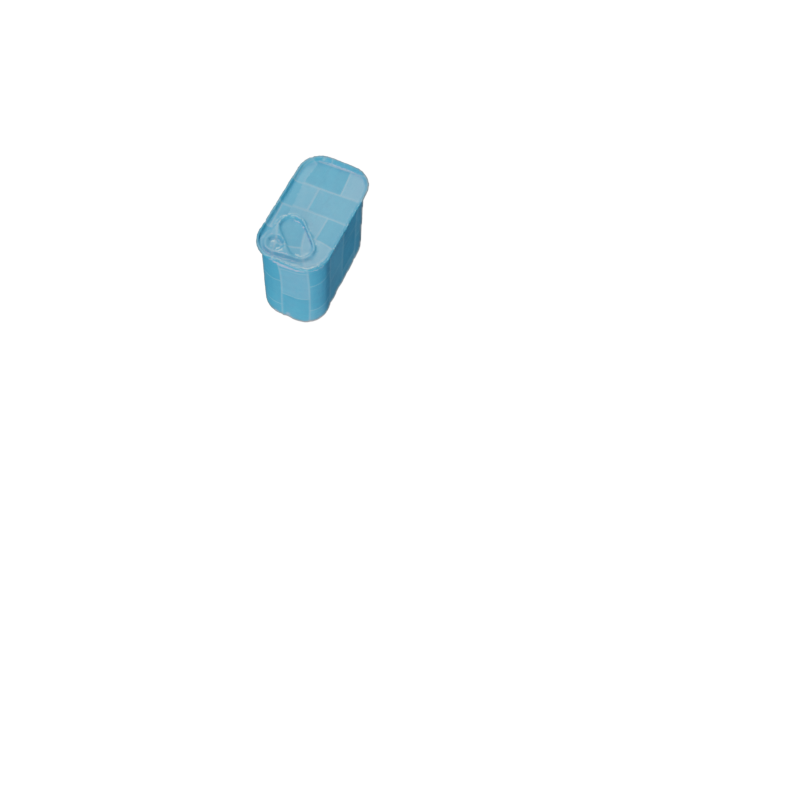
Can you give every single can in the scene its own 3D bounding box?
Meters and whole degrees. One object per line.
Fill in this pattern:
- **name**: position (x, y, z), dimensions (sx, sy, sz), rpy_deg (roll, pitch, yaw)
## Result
- **can**: position (-0.067, -0.122, 0.853), dimensions (0.059, 0.106, 0.079), rpy_deg (22, -28, 9)
